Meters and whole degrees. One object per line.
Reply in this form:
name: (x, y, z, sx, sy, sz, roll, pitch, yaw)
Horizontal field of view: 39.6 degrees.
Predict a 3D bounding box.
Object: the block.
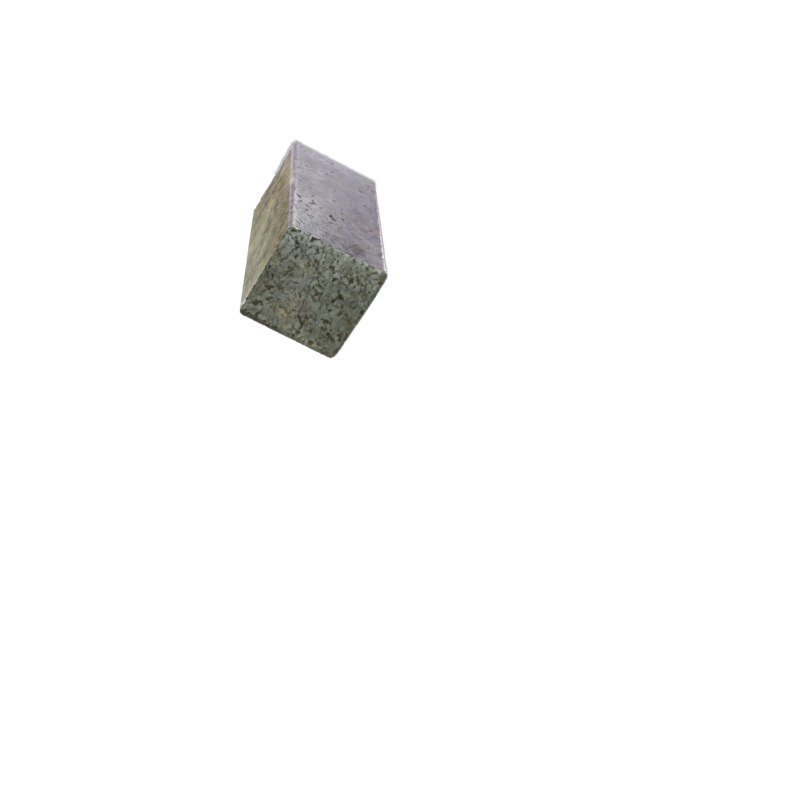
block: (-0.076, -0.137, 0.967, 0.088, 0.088, 0.219, 26, 25, -17)
